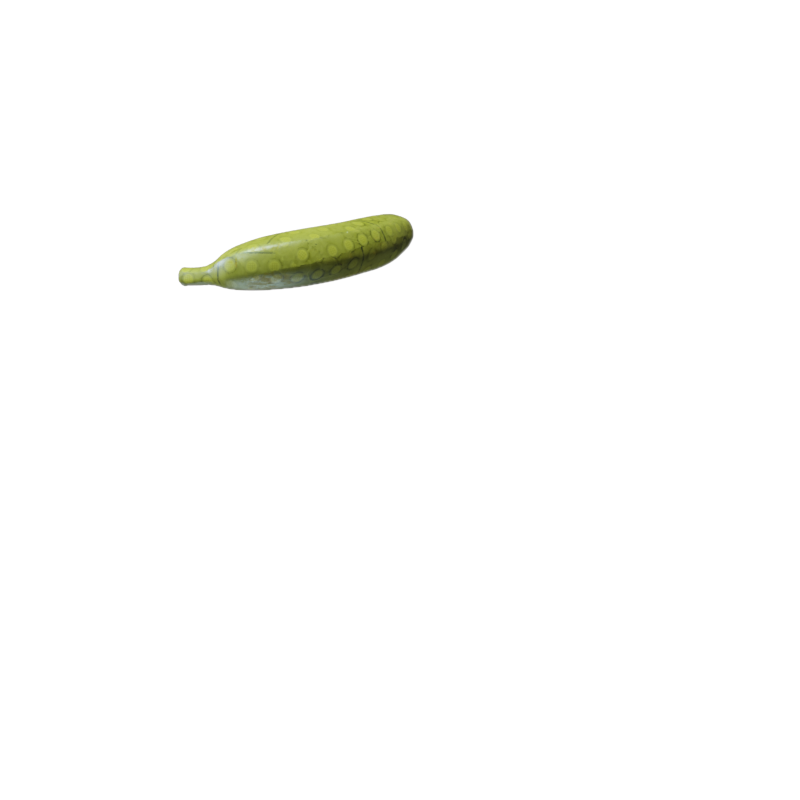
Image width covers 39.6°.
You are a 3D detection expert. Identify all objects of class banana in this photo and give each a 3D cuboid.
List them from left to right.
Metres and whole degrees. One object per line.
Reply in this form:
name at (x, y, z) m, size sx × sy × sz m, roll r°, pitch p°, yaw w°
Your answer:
banana at (-0.051, -0.105, 0.759) m, size 0.193 × 0.035 × 0.074 m, roll -16°, pitch 25°, yaw -37°
